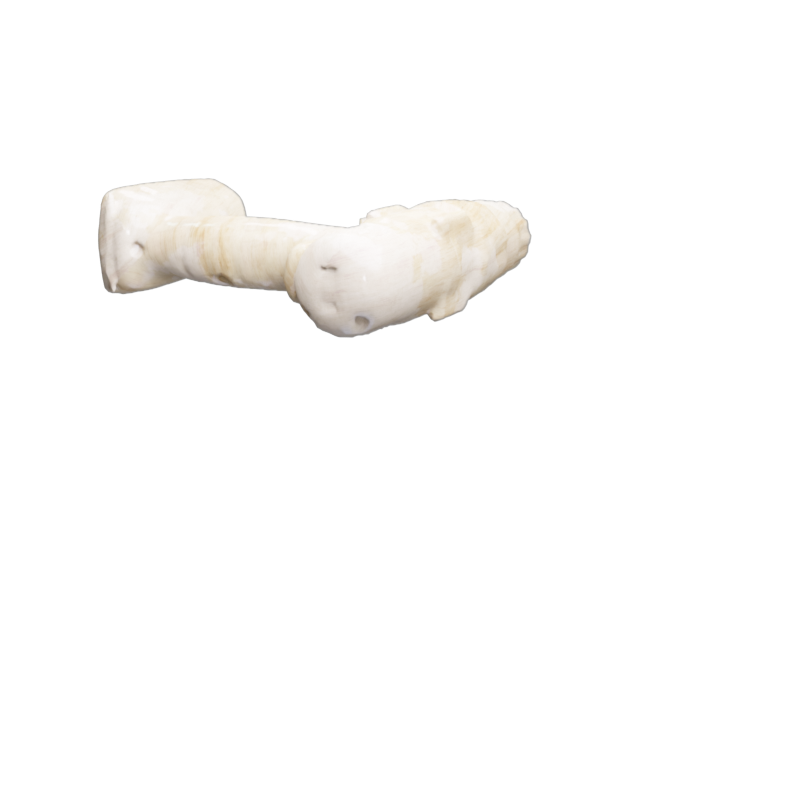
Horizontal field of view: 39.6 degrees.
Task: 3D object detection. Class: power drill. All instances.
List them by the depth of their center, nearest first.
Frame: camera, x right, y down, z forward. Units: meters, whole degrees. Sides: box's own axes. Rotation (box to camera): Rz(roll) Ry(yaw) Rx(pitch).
[{"bbox_3d":[-0.044,-0.081,0.568,0.196,0.056,0.182,9,17,30],"label":"power drill"}]
